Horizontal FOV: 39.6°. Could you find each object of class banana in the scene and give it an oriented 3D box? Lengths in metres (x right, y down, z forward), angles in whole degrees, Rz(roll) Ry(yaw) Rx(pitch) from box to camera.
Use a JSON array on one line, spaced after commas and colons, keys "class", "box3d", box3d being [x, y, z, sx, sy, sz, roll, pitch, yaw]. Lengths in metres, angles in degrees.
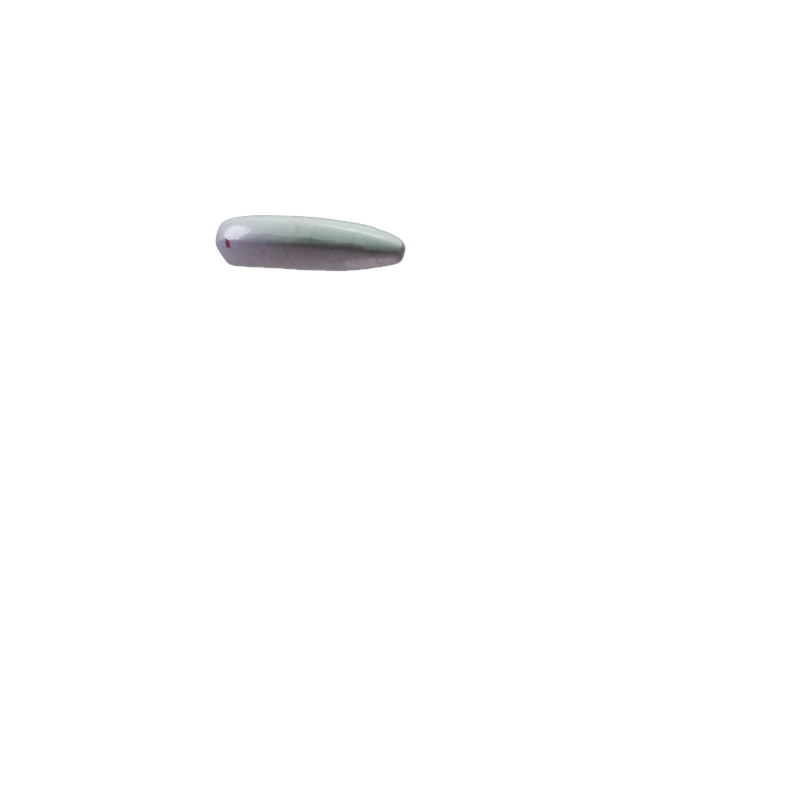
[{"class": "banana", "box3d": [-0.078, -0.109, 0.762, 0.067, 0.036, 0.206, -4, 10, -33]}]
